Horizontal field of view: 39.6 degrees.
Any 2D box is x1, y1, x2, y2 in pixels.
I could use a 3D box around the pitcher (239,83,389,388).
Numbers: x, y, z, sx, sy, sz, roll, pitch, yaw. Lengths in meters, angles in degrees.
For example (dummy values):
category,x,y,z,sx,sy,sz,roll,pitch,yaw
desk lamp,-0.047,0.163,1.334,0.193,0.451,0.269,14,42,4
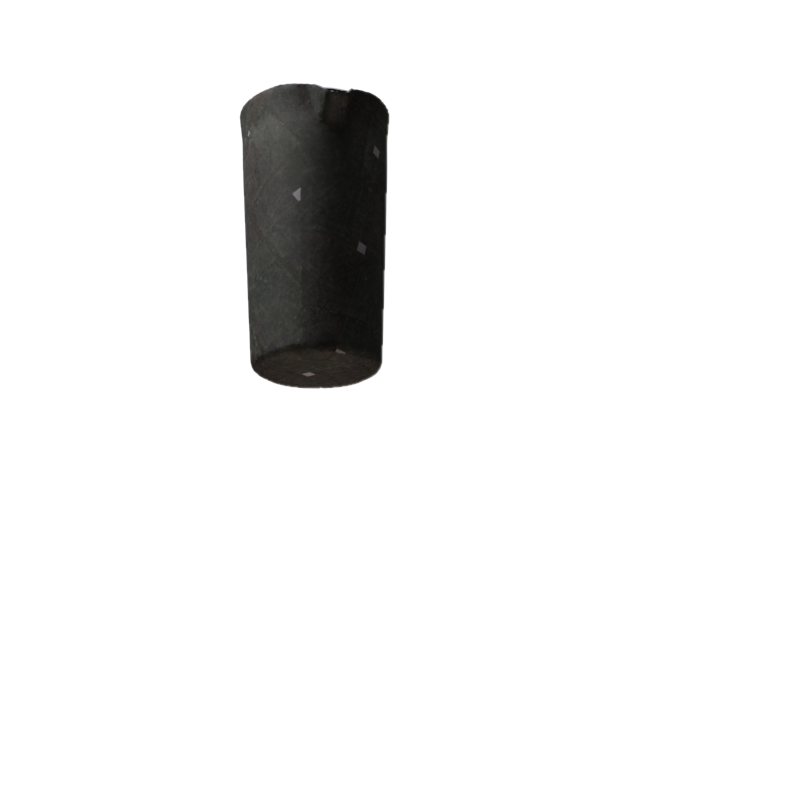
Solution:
category,x,y,z,sx,sy,sz,roll,pitch,yaw
pitcher,-0.075,-0.136,0.954,0.148,0.255,0.139,-11,-22,26
